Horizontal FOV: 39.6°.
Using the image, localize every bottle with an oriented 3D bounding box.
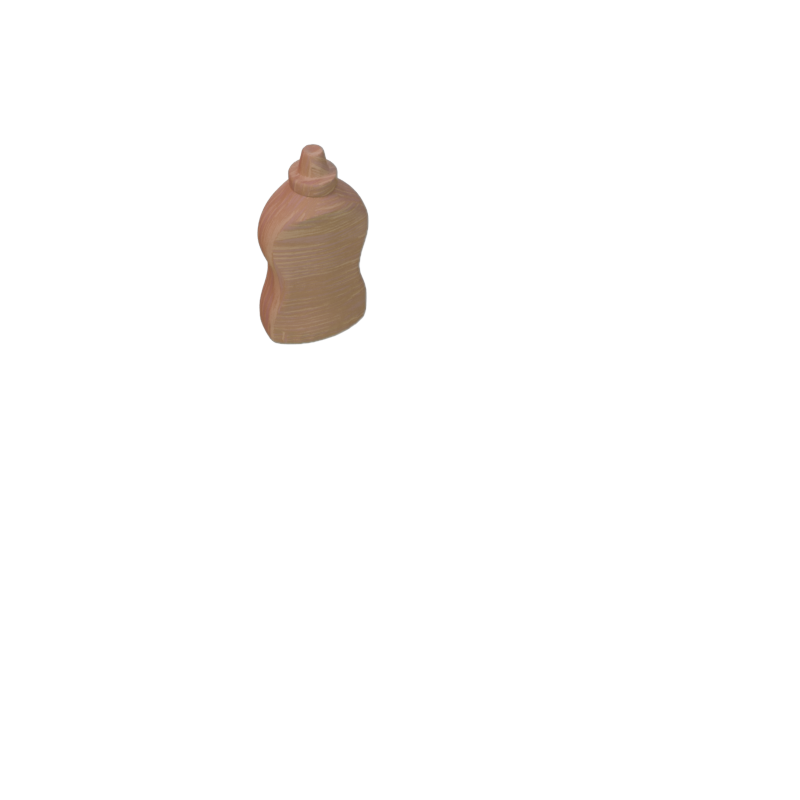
[{"bbox_3d":[-0.075,-0.136,0.953,0.095,0.179,0.063,-15,47,-18],"label":"bottle"}]
